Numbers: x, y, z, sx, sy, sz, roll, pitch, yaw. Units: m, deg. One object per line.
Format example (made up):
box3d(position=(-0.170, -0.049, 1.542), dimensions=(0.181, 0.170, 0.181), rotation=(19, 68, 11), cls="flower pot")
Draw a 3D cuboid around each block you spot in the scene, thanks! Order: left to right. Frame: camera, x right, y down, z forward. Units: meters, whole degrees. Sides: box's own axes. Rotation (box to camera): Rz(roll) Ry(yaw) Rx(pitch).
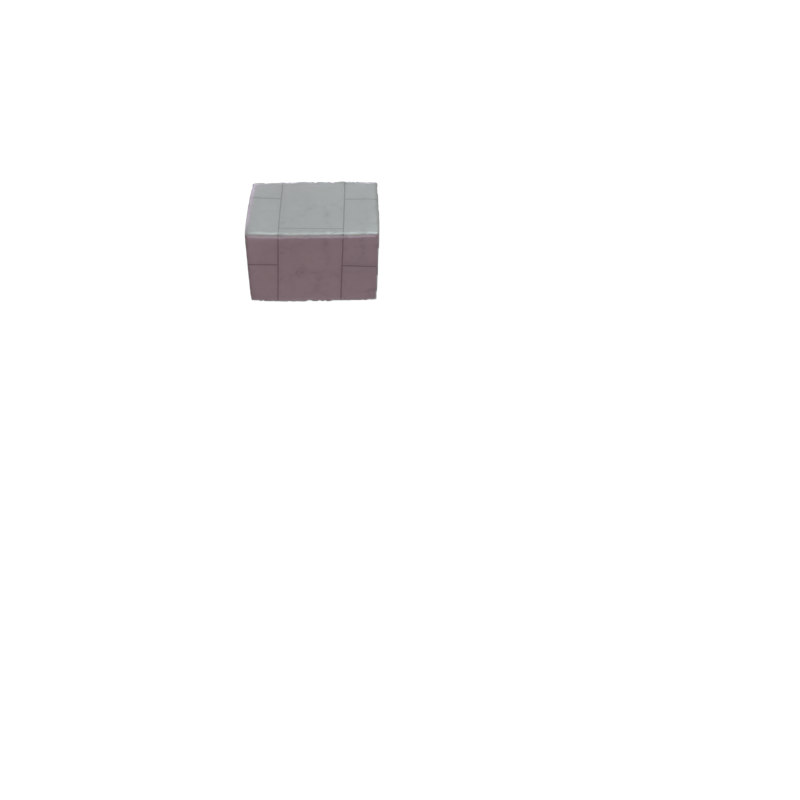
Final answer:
box3d(position=(-0.052, -0.095, 0.662), dimensions=(0.078, 0.049, 0.055), rotation=(0, 43, -1), cls="block")
